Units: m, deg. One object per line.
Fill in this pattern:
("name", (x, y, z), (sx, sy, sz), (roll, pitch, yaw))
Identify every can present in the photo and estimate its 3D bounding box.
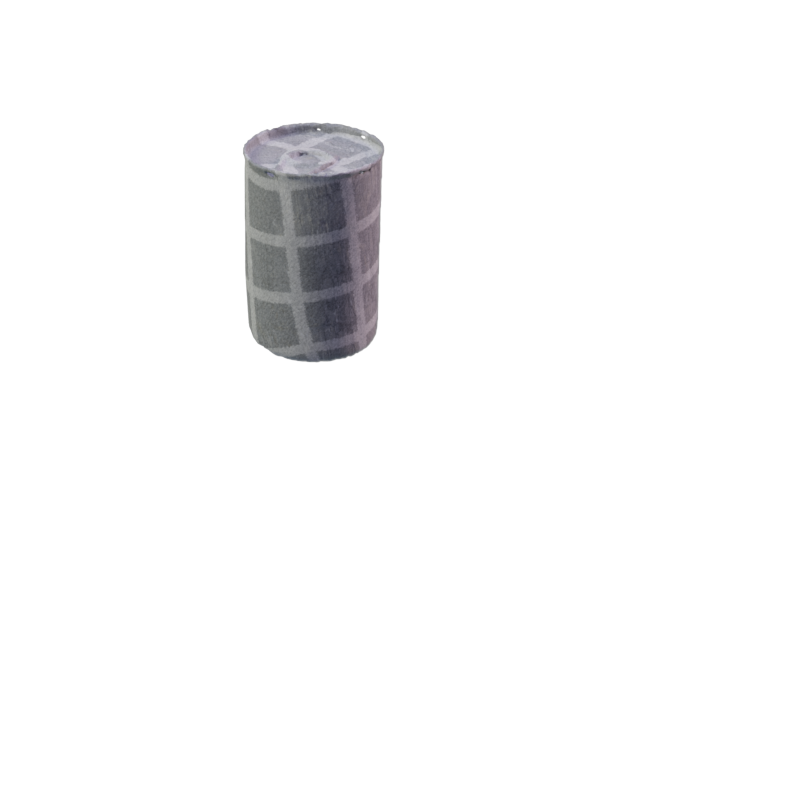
("can", (-0.043, -0.079, 0.554), (0.068, 0.096, 0.073), (0, 29, -2))
